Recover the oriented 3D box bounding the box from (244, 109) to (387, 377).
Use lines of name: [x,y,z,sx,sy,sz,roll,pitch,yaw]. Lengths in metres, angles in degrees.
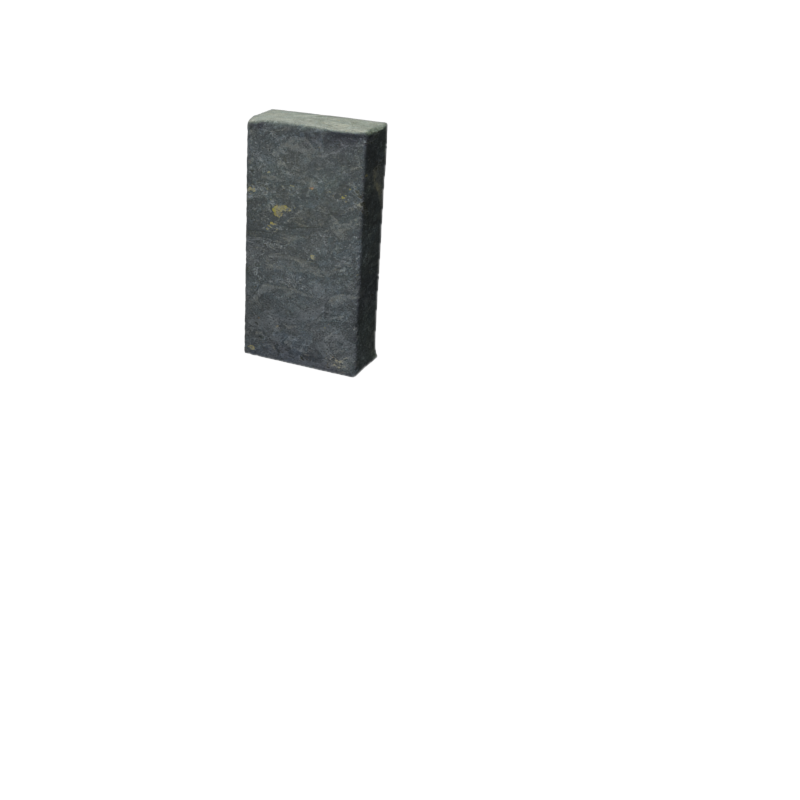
box: [-0.062,-0.112,0.782,0.097,0.168,0.048,11,22,23]
